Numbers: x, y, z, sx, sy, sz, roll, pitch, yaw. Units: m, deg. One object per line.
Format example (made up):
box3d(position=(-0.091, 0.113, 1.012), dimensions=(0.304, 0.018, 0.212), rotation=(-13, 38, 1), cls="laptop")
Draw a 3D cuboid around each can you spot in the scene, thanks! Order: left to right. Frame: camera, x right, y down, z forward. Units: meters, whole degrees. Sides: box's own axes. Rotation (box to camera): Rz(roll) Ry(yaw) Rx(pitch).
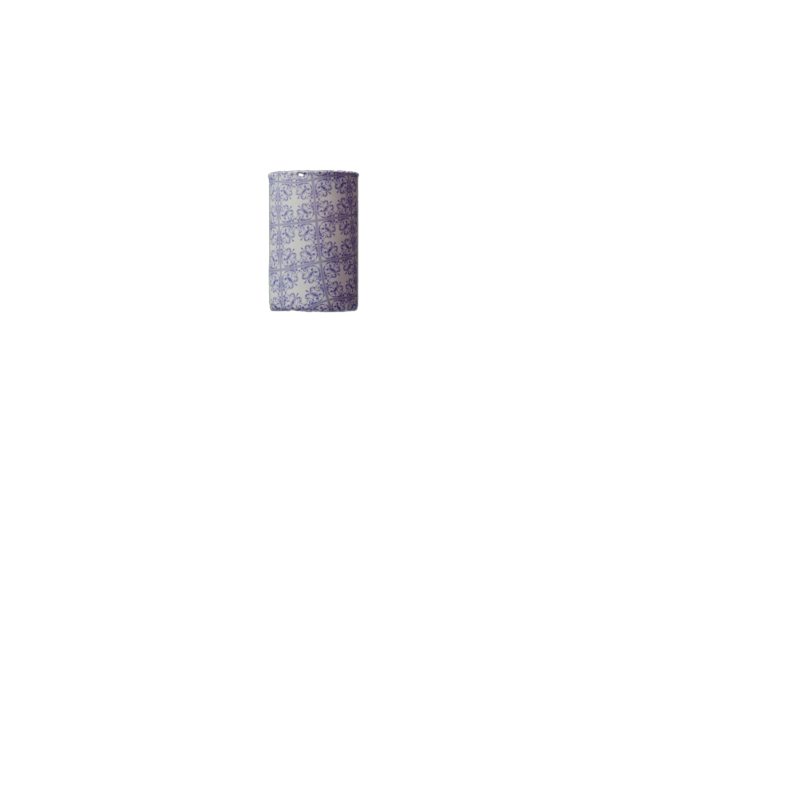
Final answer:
box3d(position=(-0.064, -0.117, 0.822), dimensions=(0.068, 0.102, 0.069), rotation=(0, 1, -2), cls="can")
